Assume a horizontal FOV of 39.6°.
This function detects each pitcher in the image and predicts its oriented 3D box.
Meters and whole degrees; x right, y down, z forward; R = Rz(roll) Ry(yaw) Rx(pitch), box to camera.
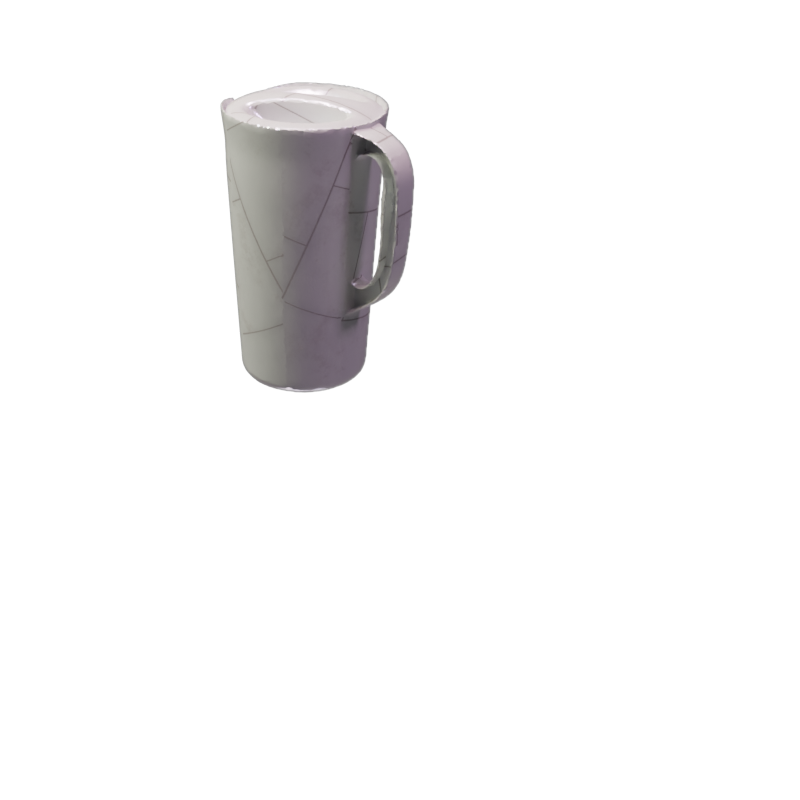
[{"bbox_3d":[-0.071,-0.130,0.910,0.144,0.230,0.158,-1,26,-5],"label":"pitcher"}]
